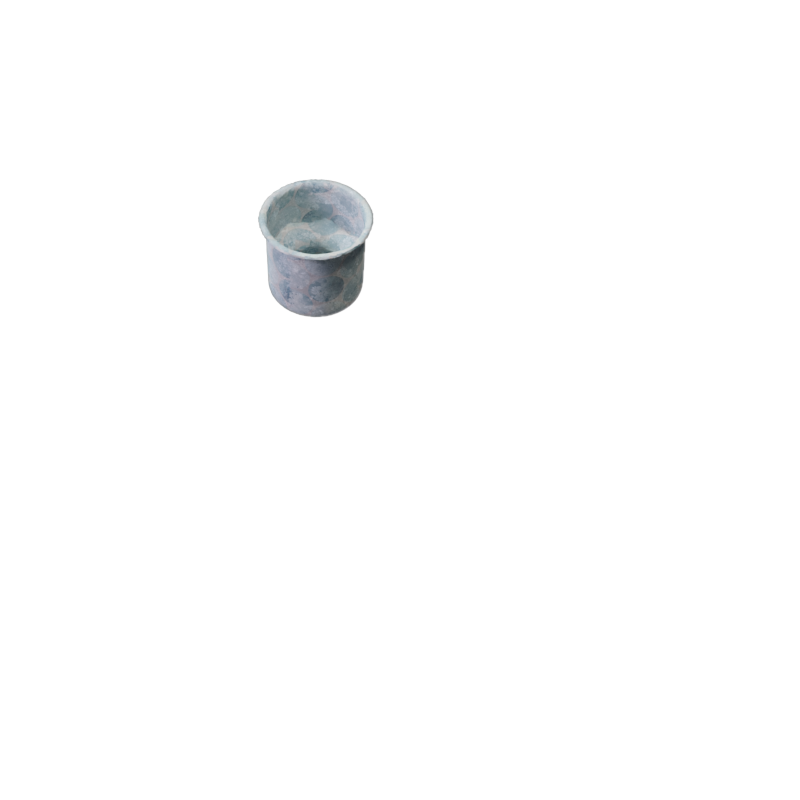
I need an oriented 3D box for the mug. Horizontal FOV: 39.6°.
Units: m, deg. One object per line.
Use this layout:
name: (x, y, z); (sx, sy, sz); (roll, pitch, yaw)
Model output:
mug: (-0.073, -0.133, 0.932); (0.092, 0.127, 0.076); (-8, -40, -9)
